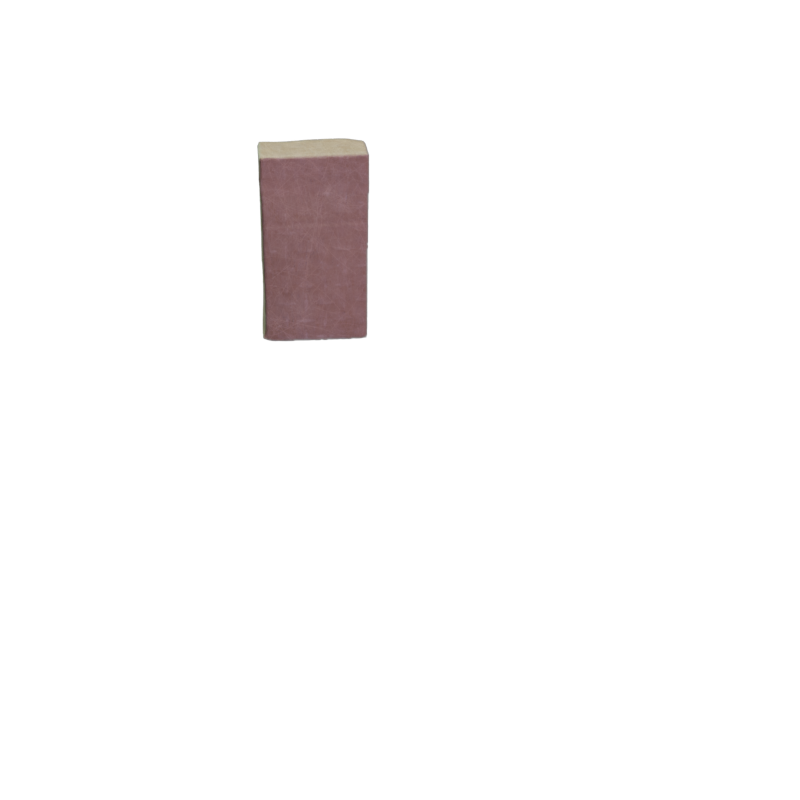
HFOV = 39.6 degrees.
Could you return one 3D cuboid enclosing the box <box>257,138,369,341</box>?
[{"bbox_3d":[-0.075,-0.137,0.956,0.093,0.167,0.051,-1,25,-6],"label":"box"}]
